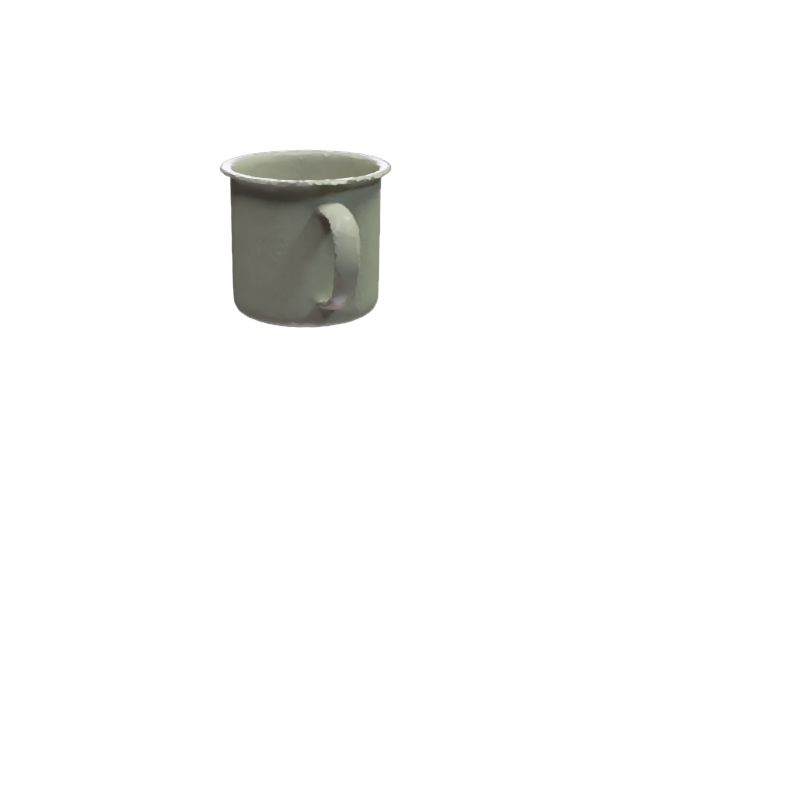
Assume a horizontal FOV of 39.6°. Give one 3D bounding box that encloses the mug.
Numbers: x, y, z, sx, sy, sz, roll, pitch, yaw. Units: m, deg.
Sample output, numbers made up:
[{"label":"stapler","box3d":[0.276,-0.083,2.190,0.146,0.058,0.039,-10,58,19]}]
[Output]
[{"label":"mug","box3d":[-0.047,-0.086,0.601,0.091,0.078,0.124,-8,22,-22]}]
